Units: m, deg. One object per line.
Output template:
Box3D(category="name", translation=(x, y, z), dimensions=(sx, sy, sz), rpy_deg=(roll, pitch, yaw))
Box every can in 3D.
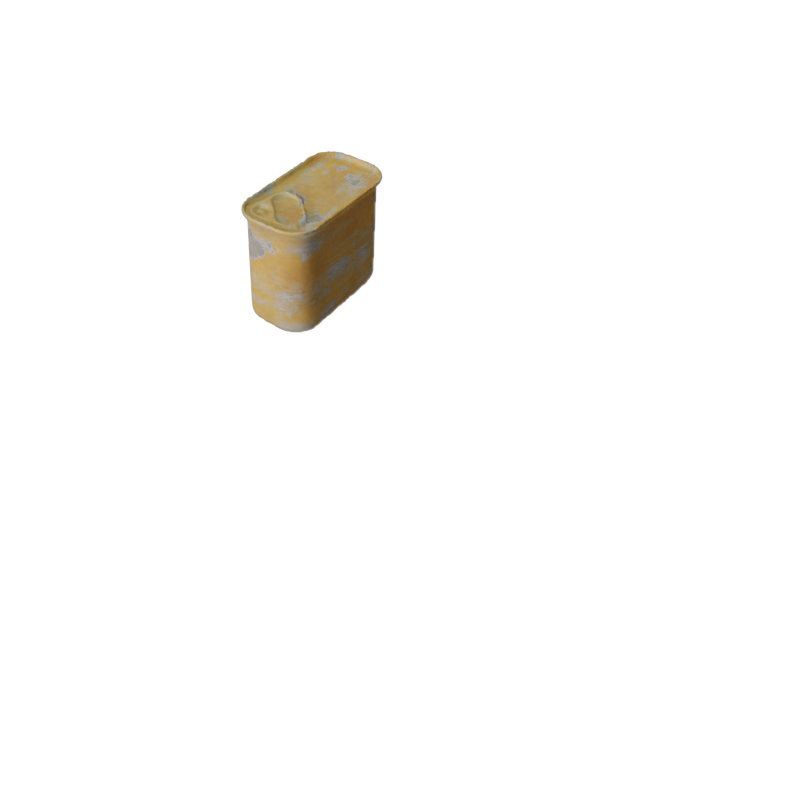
Box3D(category="can", translation=(-0.059, -0.107, 0.749), dimensions=(0.061, 0.078, 0.103), rpy_deg=(24, 44, 25))
